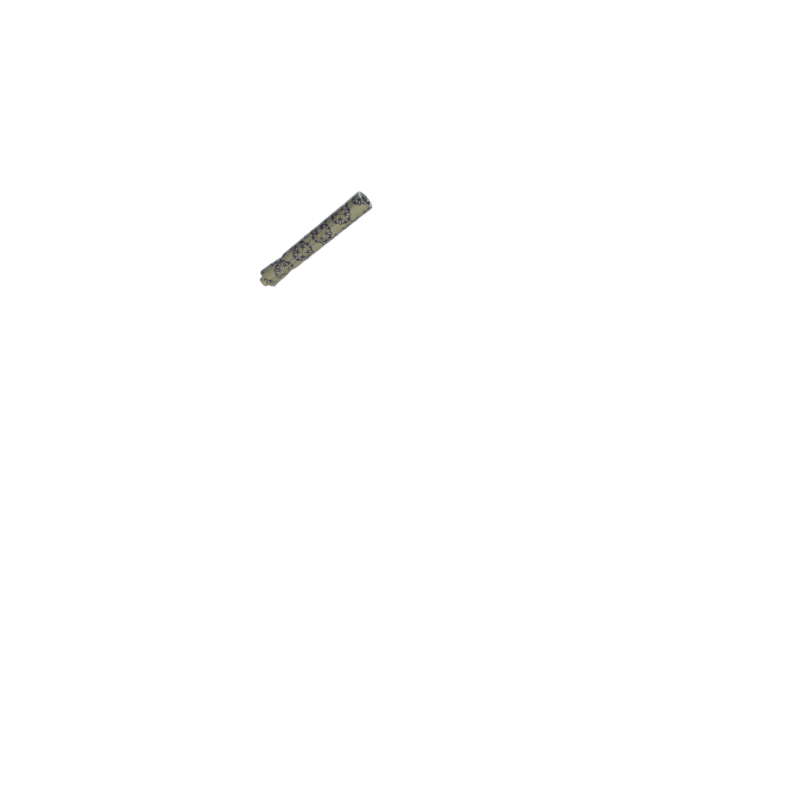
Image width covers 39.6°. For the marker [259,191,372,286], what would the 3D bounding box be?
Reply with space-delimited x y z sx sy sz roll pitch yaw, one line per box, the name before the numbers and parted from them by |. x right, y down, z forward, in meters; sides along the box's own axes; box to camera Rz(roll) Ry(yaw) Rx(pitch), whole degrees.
marker | -0.075 -0.137 0.962 0.120 0.020 0.019 -36 -9 19
